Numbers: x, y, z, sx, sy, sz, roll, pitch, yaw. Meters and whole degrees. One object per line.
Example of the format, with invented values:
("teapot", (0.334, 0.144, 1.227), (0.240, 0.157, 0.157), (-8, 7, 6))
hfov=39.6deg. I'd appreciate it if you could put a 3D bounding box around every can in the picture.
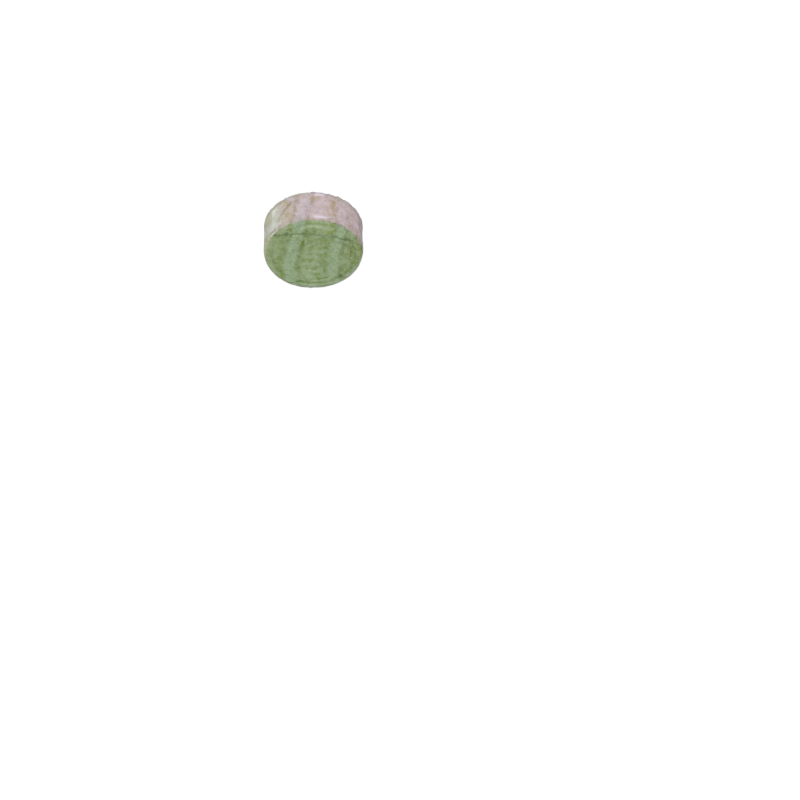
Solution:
("can", (-0.074, -0.135, 0.947), (0.086, 0.036, 0.080), (1, -41, -1))
